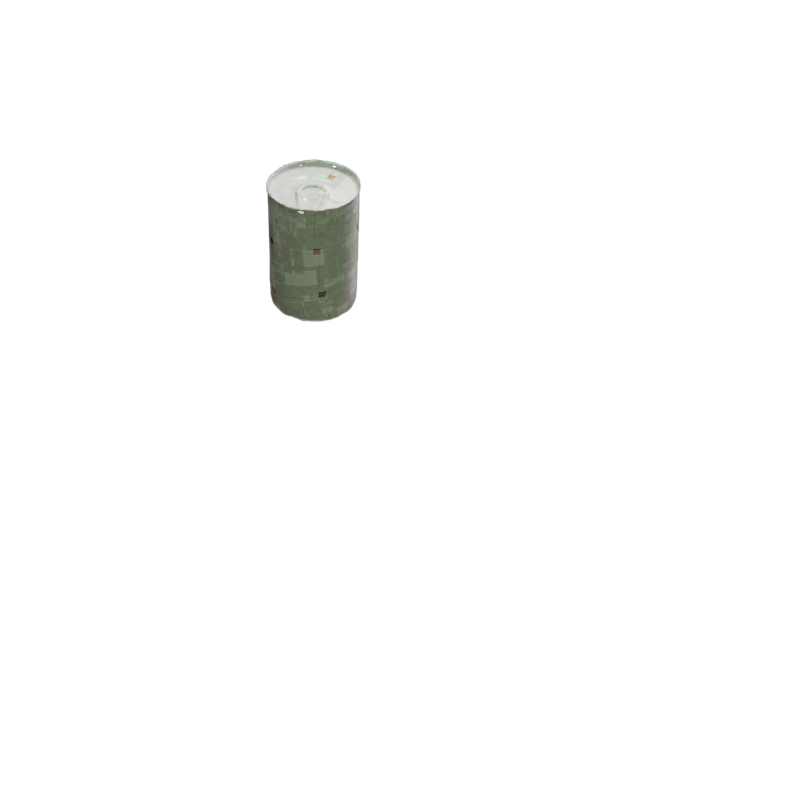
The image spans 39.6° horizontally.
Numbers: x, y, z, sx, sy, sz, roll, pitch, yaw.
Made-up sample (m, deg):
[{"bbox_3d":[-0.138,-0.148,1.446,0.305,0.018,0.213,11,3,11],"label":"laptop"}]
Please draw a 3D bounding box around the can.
[{"bbox_3d":[-0.064,-0.117,0.822,0.068,0.095,0.073,0,39,-3],"label":"can"}]
